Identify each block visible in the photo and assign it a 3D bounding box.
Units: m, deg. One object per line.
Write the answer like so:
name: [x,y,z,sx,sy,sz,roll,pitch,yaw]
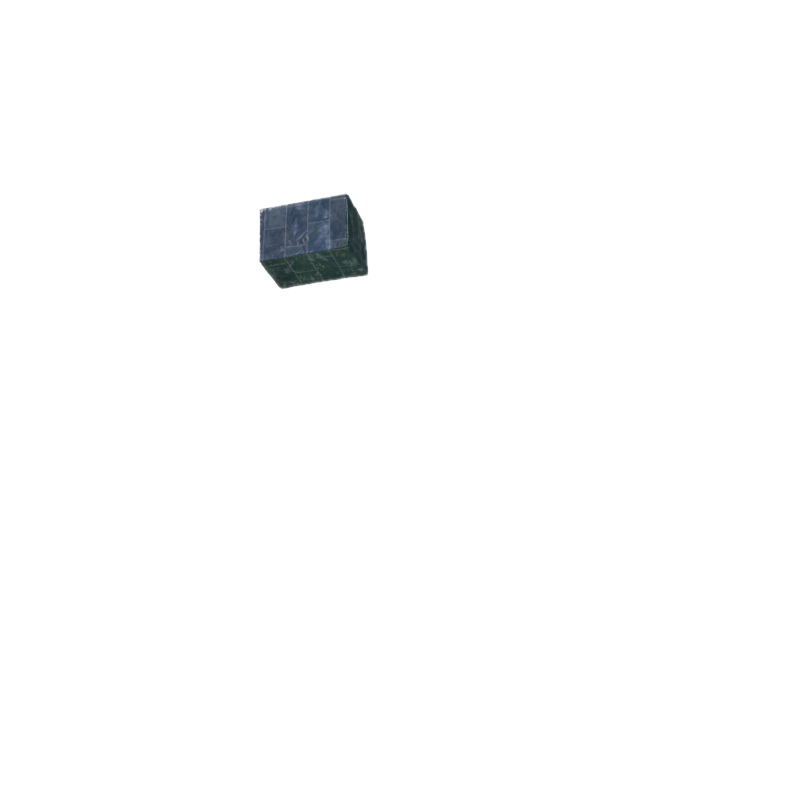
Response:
block: [-0.071,-0.129,0.905,0.079,0.054,0.049,-7,-26,15]
